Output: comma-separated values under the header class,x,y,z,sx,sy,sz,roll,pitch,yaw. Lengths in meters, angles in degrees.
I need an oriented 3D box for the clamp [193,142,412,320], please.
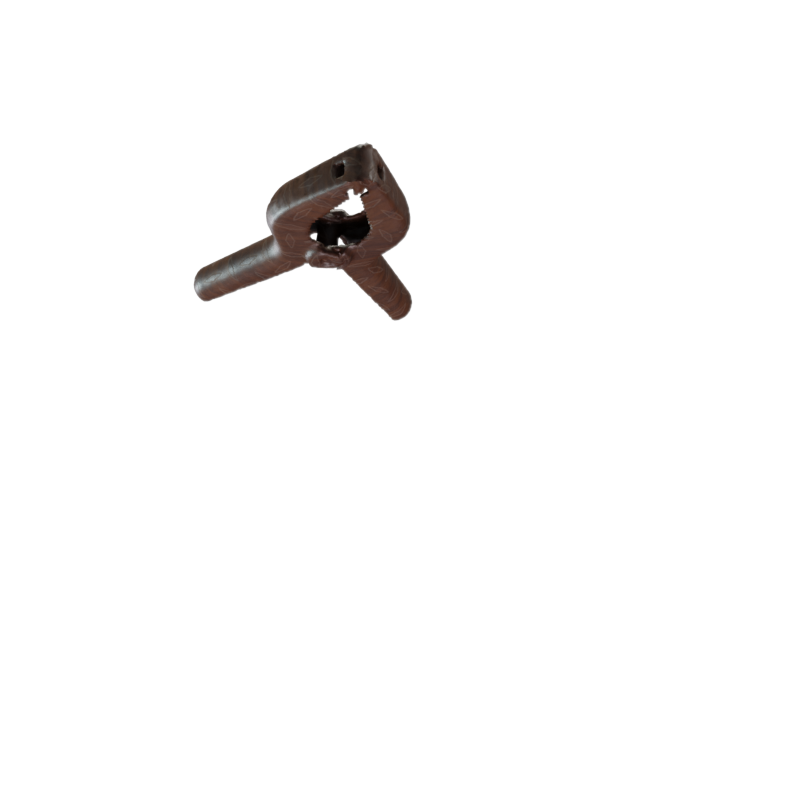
class,x,y,z,sx,sy,sz,roll,pitch,yaw
clamp,-0.059,-0.108,0.757,0.163,0.038,0.200,3,-22,-7
